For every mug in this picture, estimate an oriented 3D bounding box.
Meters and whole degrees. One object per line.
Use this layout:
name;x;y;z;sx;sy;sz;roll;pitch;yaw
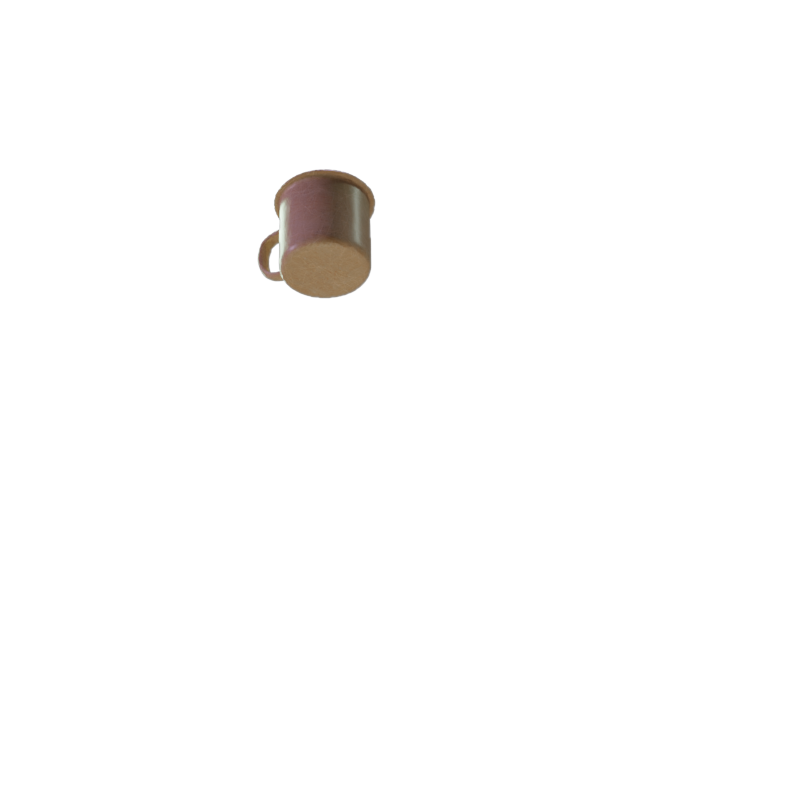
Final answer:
mug;-0.078;-0.142;0.997;0.118;0.087;0.086;-18;-39;22
